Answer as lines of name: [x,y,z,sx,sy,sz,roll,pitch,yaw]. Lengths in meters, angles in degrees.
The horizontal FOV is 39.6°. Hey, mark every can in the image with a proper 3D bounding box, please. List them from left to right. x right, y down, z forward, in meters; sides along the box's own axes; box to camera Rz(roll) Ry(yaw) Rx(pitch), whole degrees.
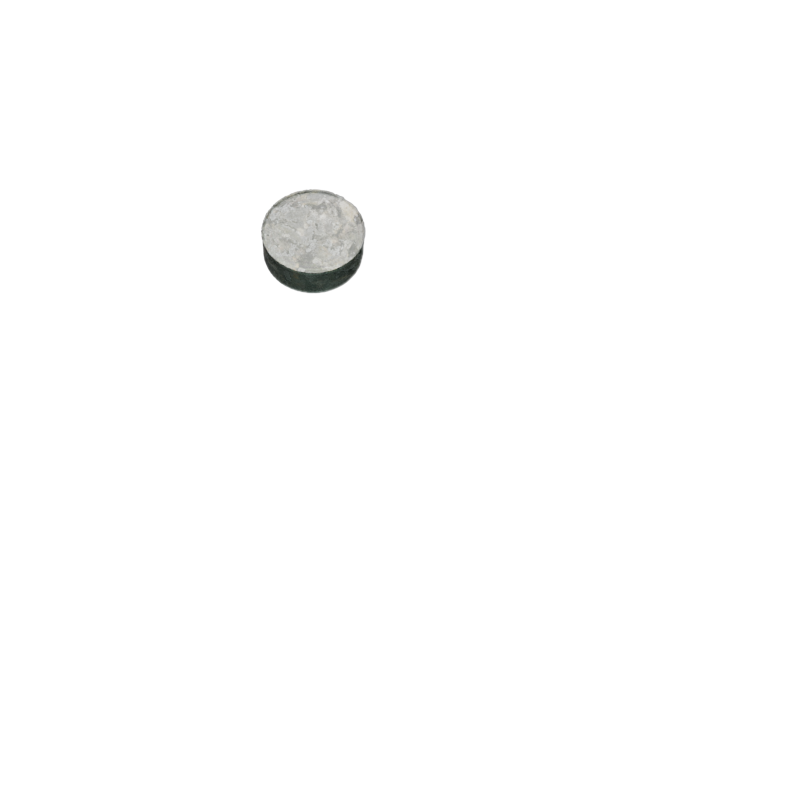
can: [-0.072,-0.132,0.924,0.086,0.092,0.031,-1,-33,-1]
